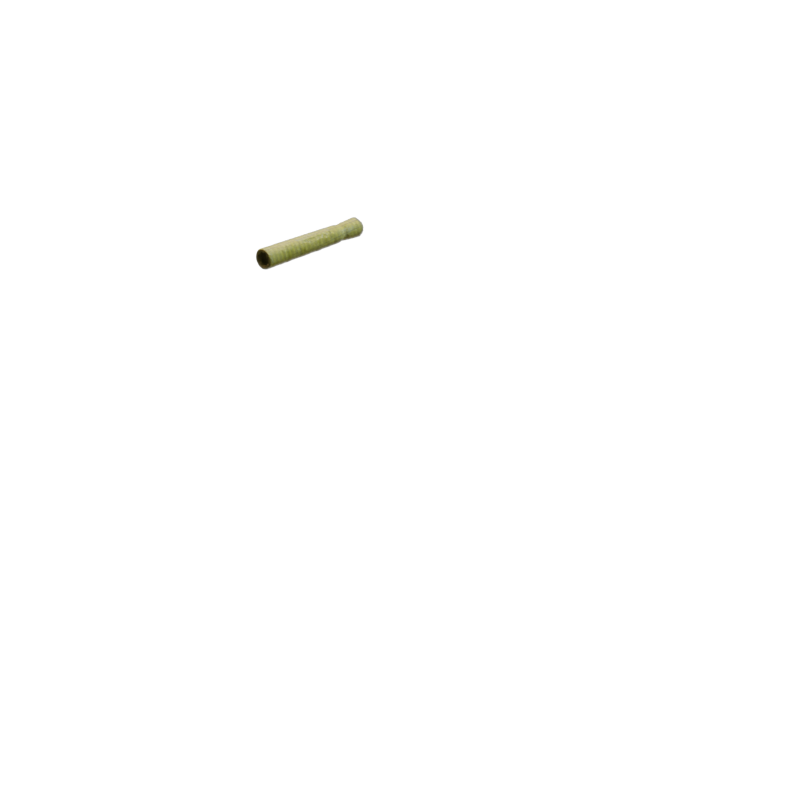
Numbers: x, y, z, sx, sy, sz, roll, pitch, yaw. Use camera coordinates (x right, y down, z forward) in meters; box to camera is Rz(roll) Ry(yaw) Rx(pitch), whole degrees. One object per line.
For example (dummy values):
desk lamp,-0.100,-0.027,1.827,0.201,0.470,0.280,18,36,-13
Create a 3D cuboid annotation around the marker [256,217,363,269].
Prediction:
marker,-0.077,-0.141,0.988,0.021,0.019,0.120,4,23,45
